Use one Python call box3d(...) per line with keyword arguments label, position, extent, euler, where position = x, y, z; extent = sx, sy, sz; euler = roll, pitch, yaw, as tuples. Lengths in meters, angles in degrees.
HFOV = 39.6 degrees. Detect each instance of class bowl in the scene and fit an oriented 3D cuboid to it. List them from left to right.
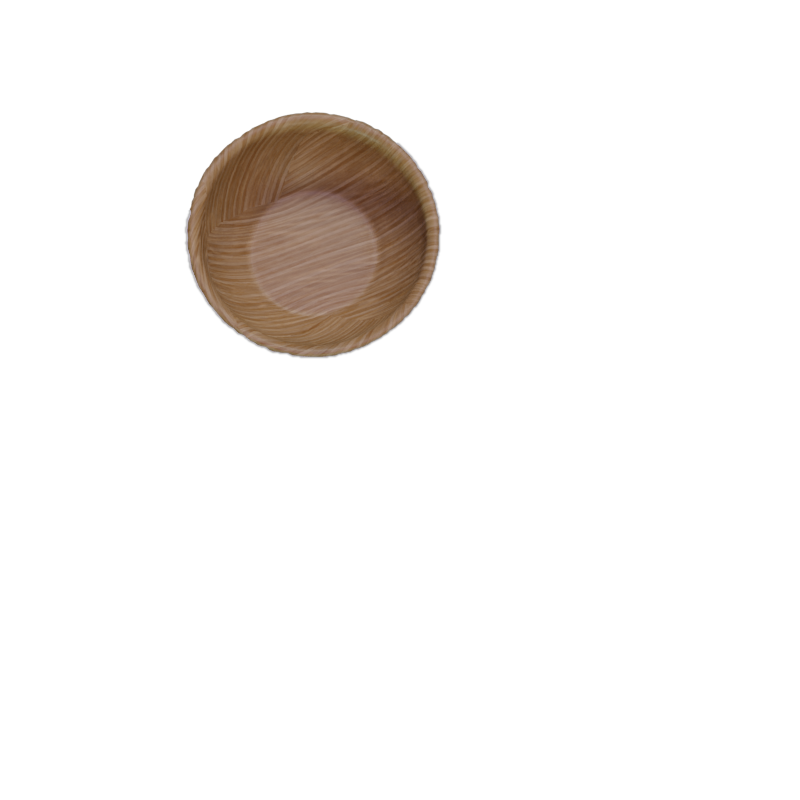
box3d(label="bowl", position=(-0.057, -0.104, 0.729), extent=(0.162, 0.168, 0.053), euler=(0, -14, -1))
